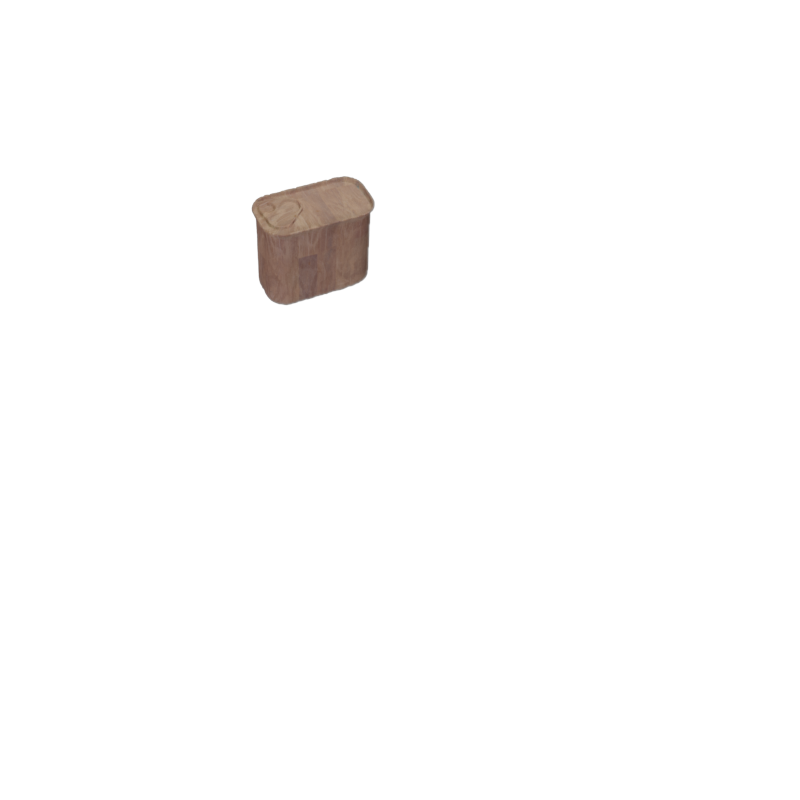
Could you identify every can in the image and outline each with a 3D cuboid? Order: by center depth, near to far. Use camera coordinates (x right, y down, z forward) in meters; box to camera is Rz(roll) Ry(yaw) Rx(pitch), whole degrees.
[{"bbox_3d":[-0.076,-0.138,0.966,0.101,0.078,0.062,-17,48,-18],"label":"can"}]
